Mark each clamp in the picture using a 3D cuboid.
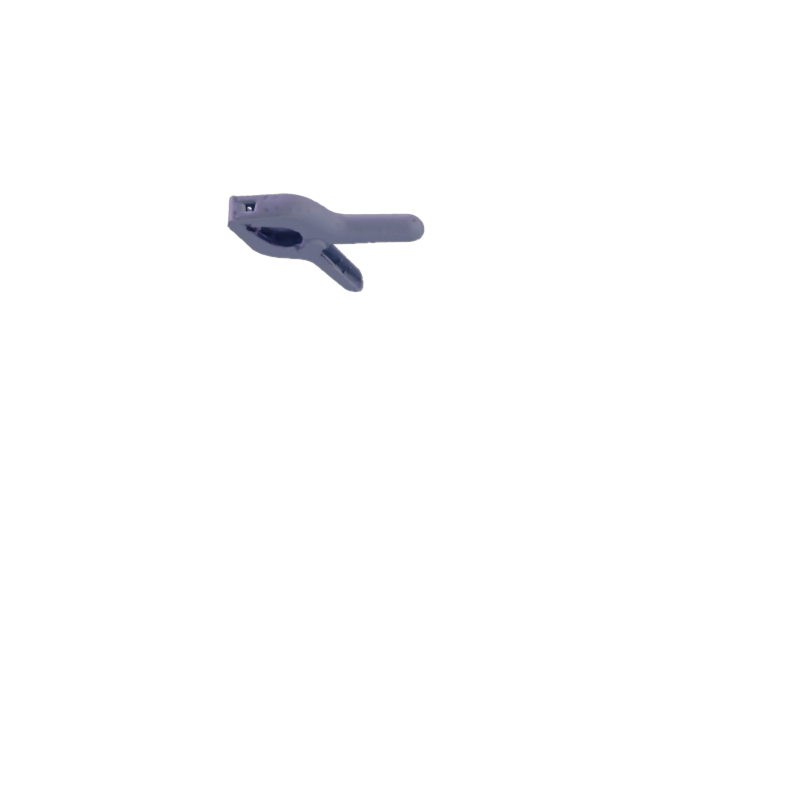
[{"bbox_3d":[-0.078,-0.142,0.992,0.167,0.042,0.115,12,-36,-17],"label":"clamp"}]
